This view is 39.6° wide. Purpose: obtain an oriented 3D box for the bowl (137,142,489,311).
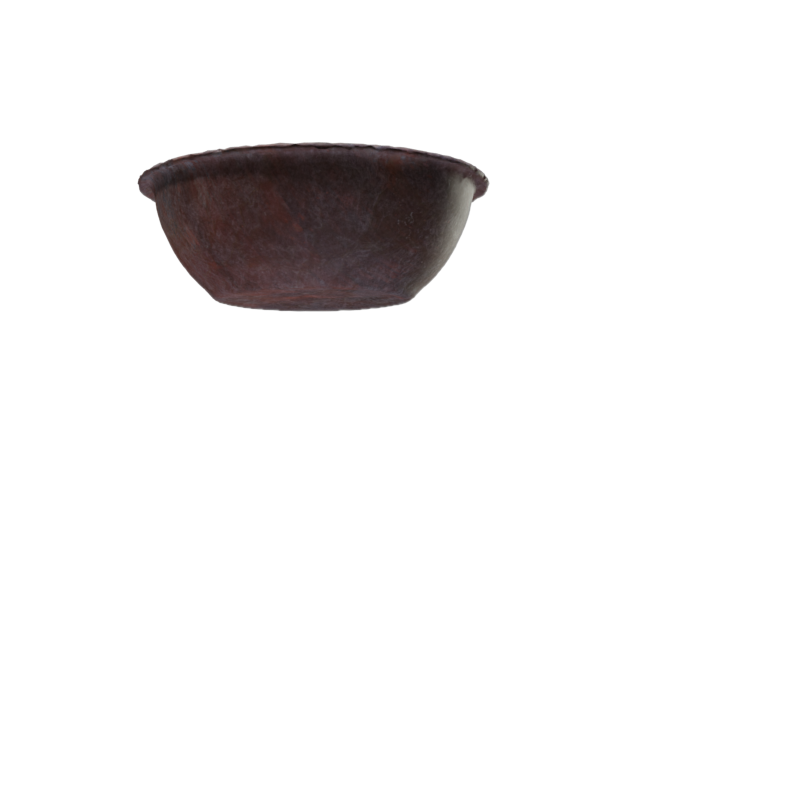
[{"bbox_3d":[-0.040,-0.073,0.511,0.162,0.056,0.160,0,-3,-2],"label":"bowl"}]
